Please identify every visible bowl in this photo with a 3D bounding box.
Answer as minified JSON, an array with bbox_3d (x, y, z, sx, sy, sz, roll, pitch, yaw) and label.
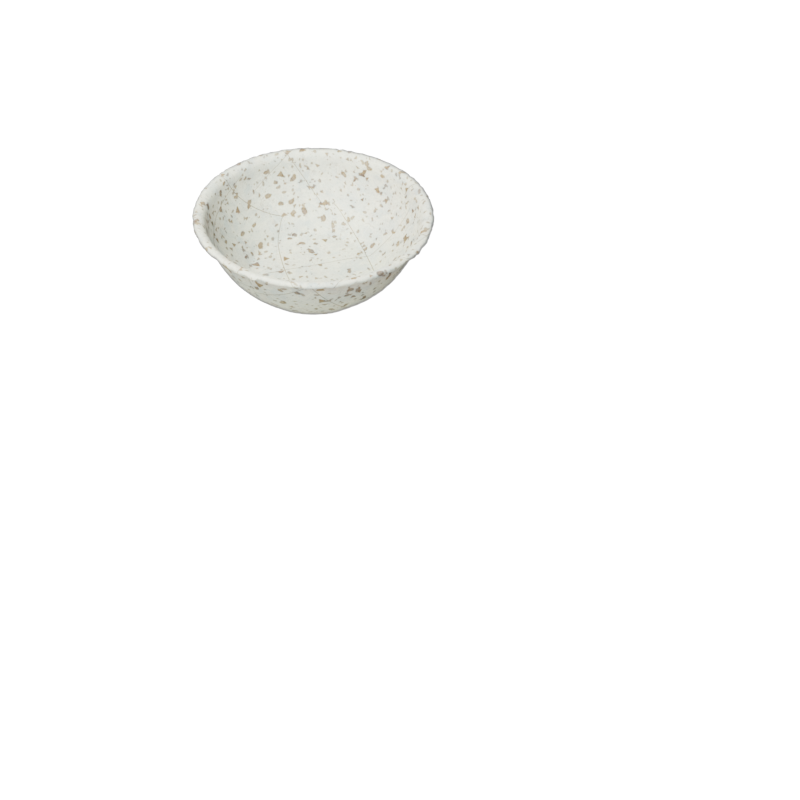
[{"bbox_3d":[-0.059,-0.108,0.758,0.162,0.051,0.174,-1,42,-2],"label":"bowl"}]
